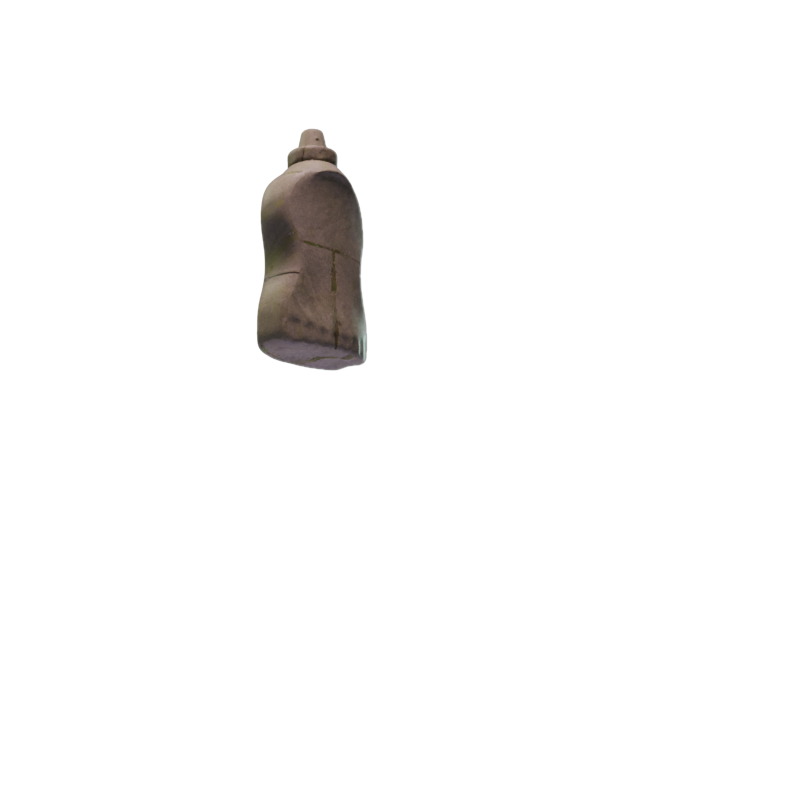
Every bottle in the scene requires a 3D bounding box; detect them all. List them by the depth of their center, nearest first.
[{"bbox_3d":[-0.069,-0.125,0.878,0.059,0.200,0.090,-18,-24,40],"label":"bottle"}]
